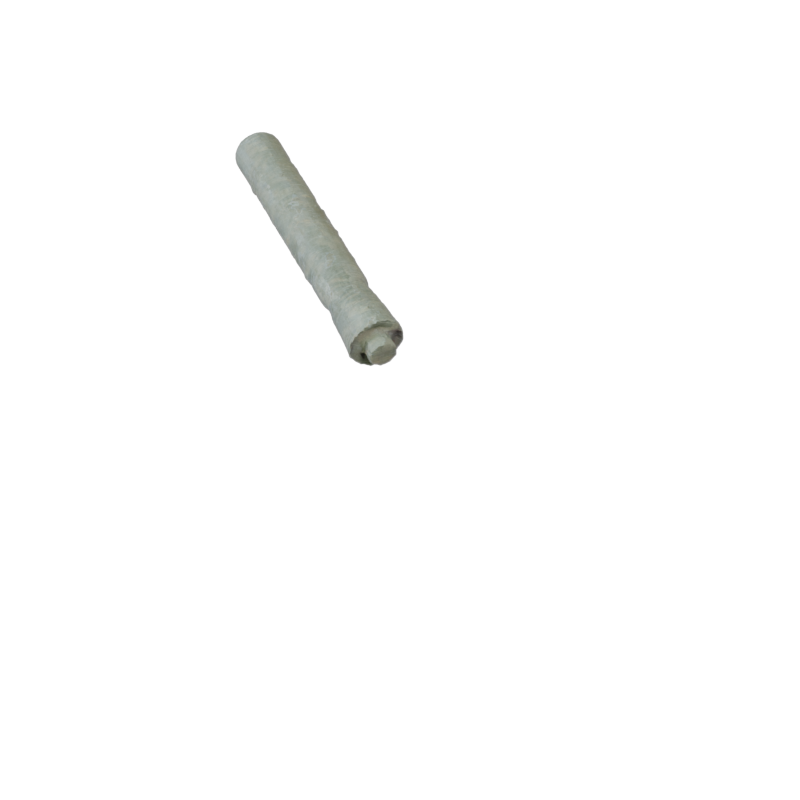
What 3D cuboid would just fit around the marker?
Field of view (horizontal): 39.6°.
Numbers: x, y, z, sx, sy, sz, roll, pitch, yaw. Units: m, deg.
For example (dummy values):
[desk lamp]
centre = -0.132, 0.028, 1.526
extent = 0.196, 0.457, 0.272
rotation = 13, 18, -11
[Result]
[marker]
centre = -0.030, -0.055, 0.388
extent = 0.019, 0.019, 0.131
rotation = -2, 40, -28
